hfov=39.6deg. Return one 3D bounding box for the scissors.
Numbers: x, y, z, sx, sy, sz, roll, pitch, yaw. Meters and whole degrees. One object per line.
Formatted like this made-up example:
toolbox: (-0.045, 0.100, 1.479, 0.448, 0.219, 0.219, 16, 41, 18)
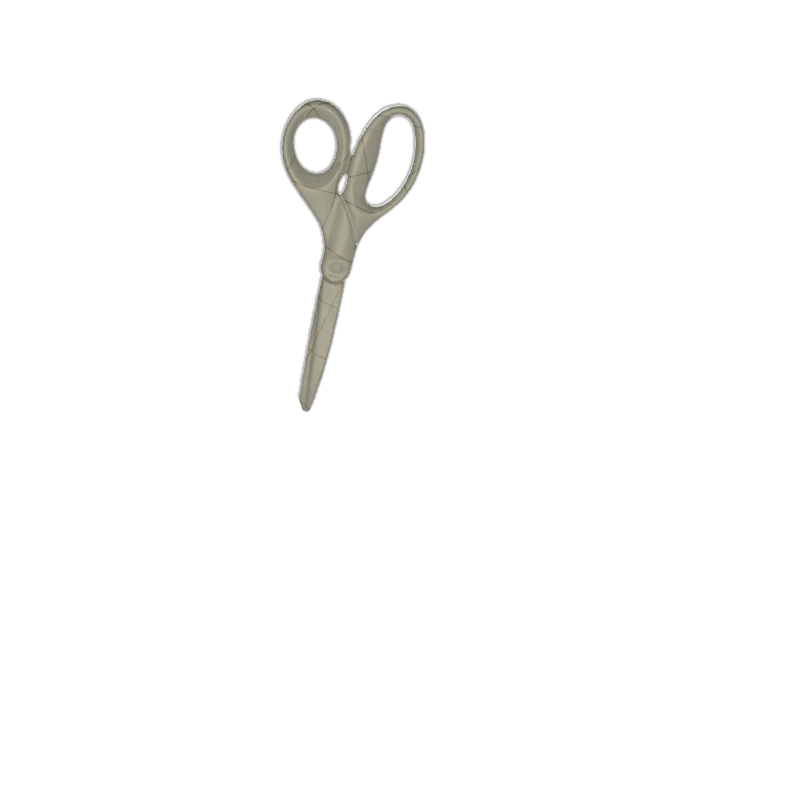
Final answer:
scissors: (-0.054, -0.099, 0.692, 0.095, 0.199, 0.016, 28, 9, -5)
